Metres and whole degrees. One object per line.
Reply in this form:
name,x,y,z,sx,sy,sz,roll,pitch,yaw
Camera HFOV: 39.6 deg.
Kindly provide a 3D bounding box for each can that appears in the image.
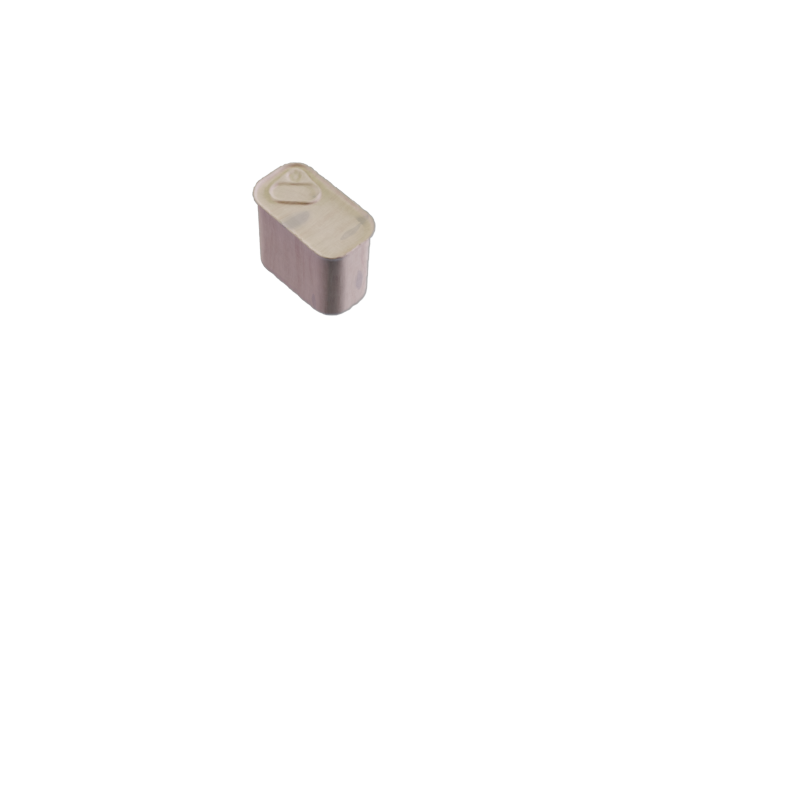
can,-0.070,-0.127,0.888,0.058,0.108,0.078,-37,-26,-24
